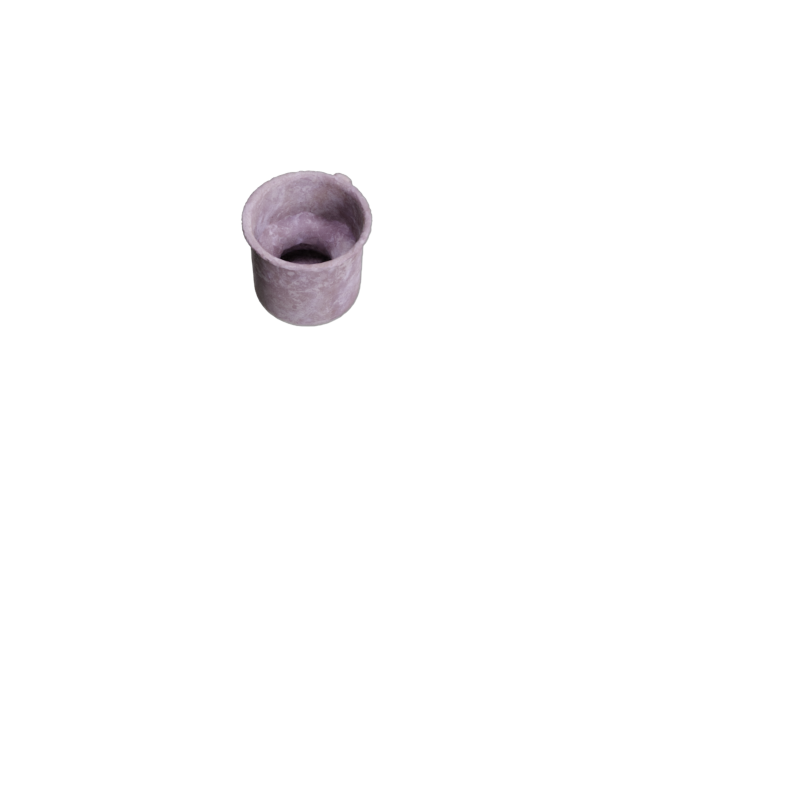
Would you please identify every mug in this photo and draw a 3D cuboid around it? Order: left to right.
[{"bbox_3d":[-0.064,-0.117,0.822,0.095,0.122,0.076,17,-34,10],"label":"mug"}]
